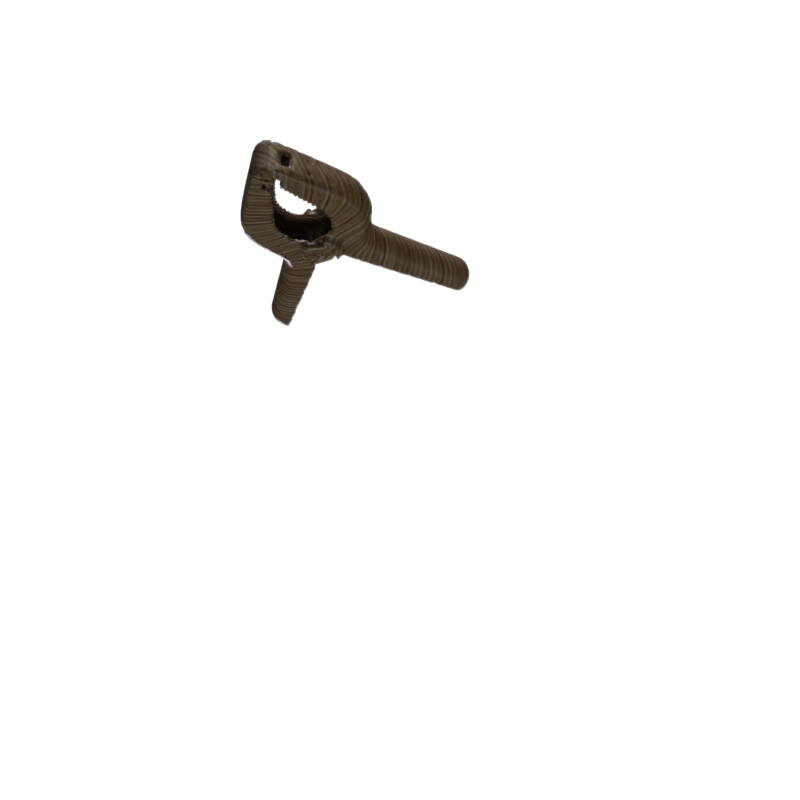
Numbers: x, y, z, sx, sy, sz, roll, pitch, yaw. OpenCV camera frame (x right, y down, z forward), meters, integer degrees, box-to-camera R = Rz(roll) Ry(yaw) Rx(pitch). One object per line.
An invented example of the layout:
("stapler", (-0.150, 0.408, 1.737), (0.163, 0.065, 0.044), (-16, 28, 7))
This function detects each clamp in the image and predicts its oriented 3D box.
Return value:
("clamp", (-0.064, -0.117, 0.818), (0.167, 0.039, 0.194), (-15, -31, 26))
